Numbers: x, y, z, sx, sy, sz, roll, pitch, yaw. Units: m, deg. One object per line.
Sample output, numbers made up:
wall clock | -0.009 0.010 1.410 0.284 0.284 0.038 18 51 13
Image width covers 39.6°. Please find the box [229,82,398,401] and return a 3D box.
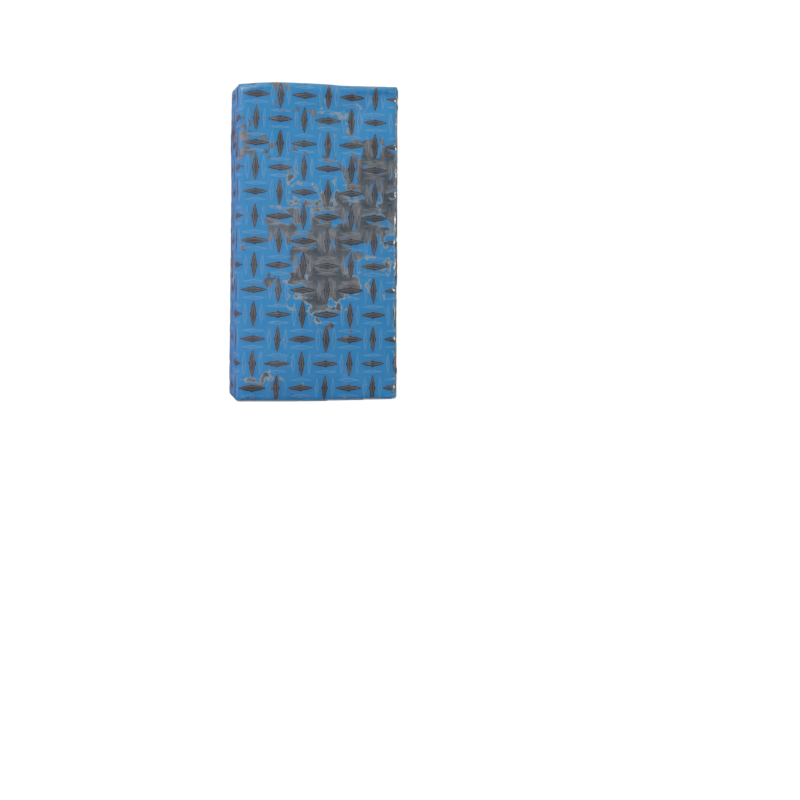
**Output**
box | -0.049 -0.090 0.629 0.092 0.176 0.049 0 2 -12
